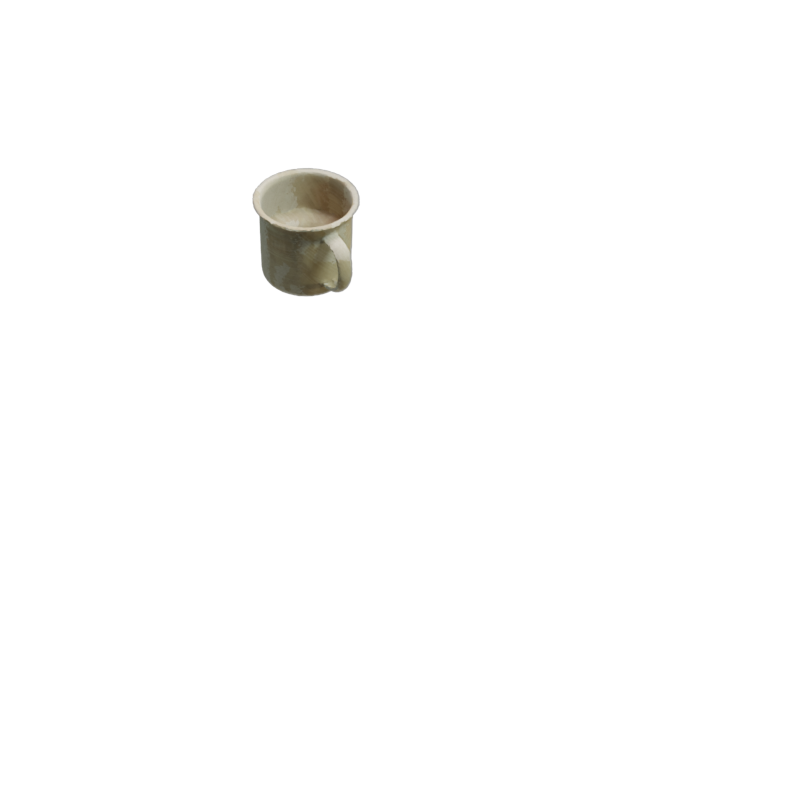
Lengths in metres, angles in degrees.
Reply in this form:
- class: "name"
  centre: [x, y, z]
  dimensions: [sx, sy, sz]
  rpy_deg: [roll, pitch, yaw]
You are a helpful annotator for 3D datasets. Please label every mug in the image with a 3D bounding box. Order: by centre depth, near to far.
- class: "mug"
  centre: [-0.076, -0.139, 0.974]
  dimensions: [0.092, 0.076, 0.126]
  rpy_deg: [-23, 48, -25]
